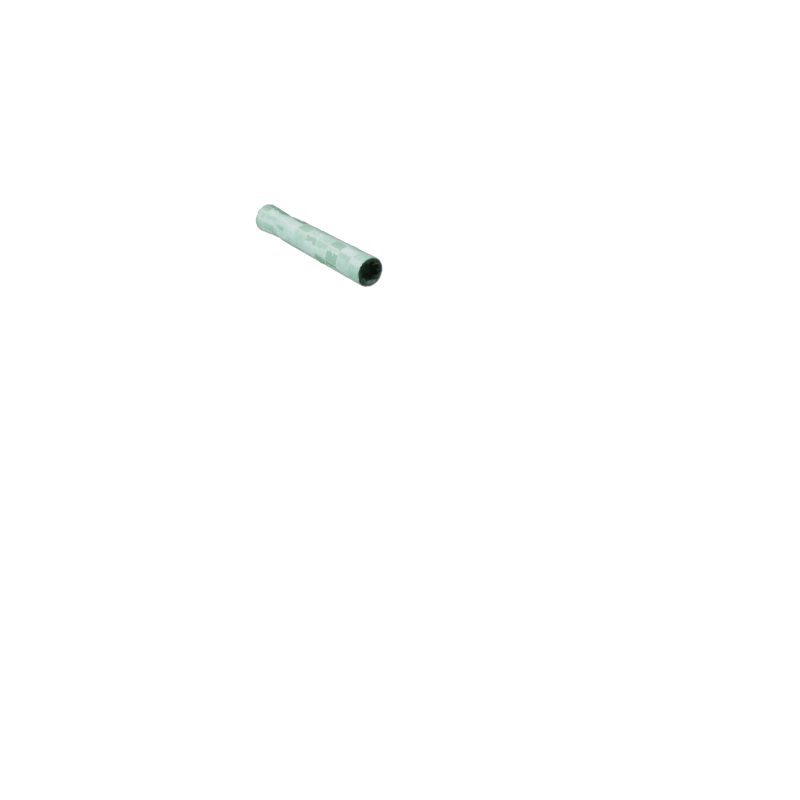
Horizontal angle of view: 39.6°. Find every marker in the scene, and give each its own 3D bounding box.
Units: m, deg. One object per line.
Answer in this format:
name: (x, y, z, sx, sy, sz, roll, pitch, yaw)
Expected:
marker: (-0.055, -0.100, 0.697, 0.019, 0.019, 0.130, -3, 24, -37)
